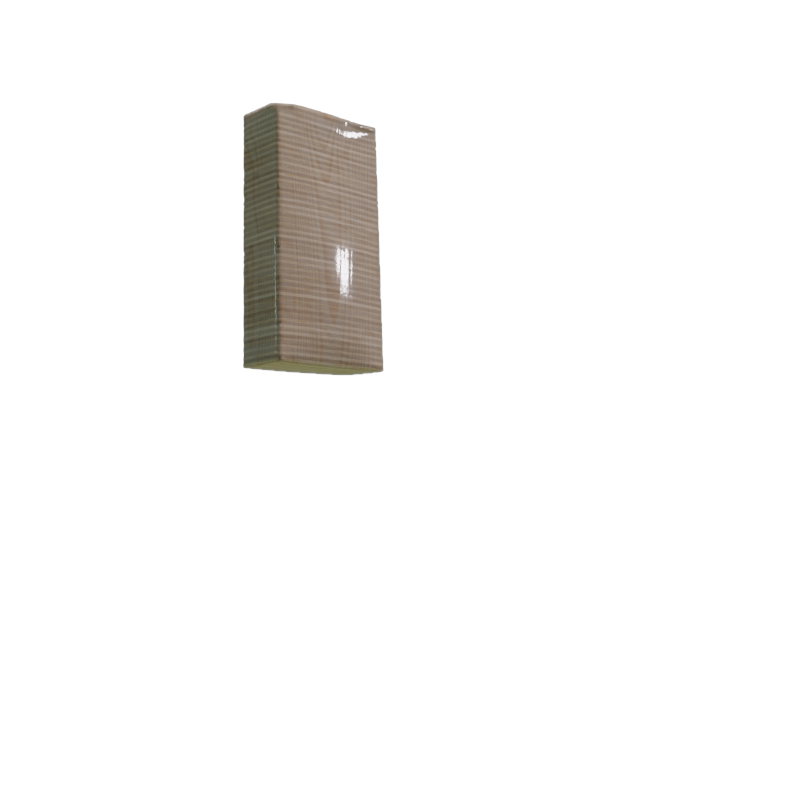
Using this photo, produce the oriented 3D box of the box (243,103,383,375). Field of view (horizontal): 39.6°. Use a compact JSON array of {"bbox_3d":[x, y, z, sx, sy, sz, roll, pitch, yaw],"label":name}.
[{"bbox_3d":[-0.059,-0.108,0.753,0.089,0.181,0.049,8,-15,-40],"label":"box"}]
